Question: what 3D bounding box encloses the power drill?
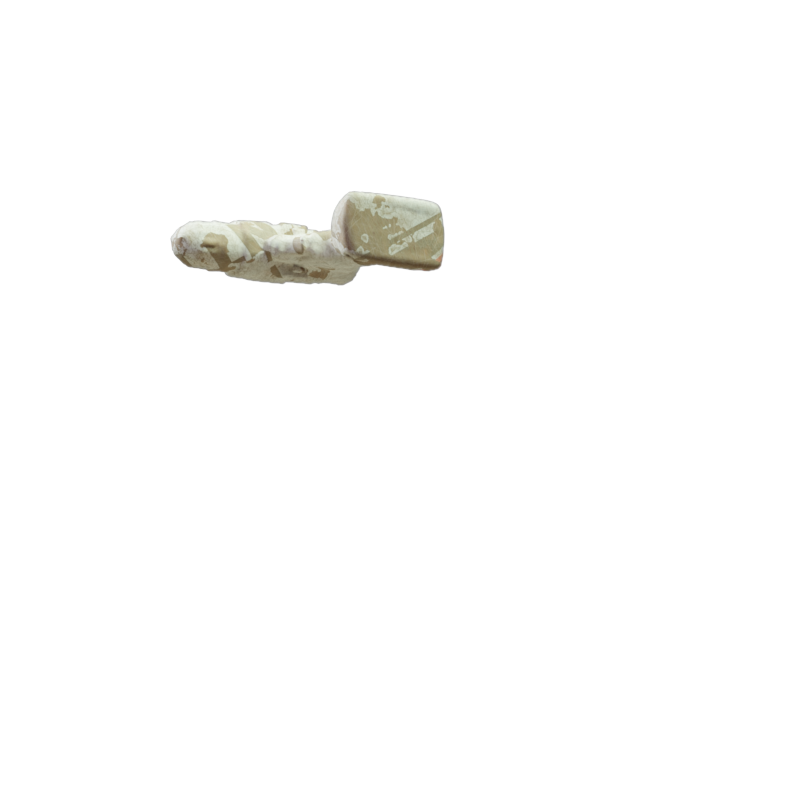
[{"bbox_3d":[-0.071,-0.130,0.911,0.177,0.058,0.194,0,1,-38],"label":"power drill"}]
